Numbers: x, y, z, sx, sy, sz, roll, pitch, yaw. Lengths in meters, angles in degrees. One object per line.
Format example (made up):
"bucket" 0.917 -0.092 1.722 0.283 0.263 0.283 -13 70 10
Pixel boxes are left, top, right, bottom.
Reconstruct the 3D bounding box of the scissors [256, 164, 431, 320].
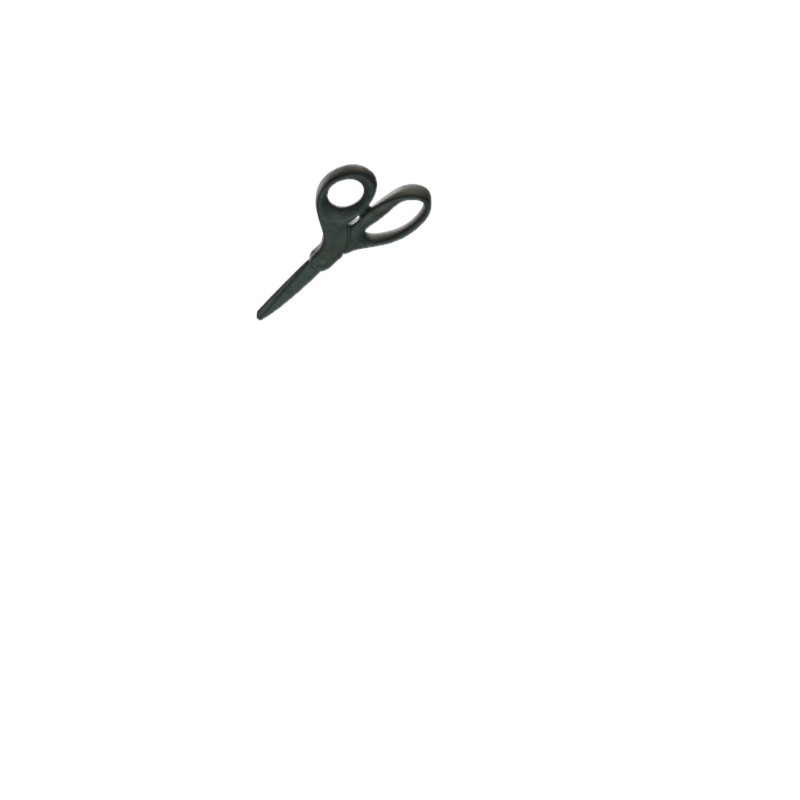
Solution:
"scissors" -0.068 -0.125 0.875 0.202 0.017 0.089 -25 -43 29
